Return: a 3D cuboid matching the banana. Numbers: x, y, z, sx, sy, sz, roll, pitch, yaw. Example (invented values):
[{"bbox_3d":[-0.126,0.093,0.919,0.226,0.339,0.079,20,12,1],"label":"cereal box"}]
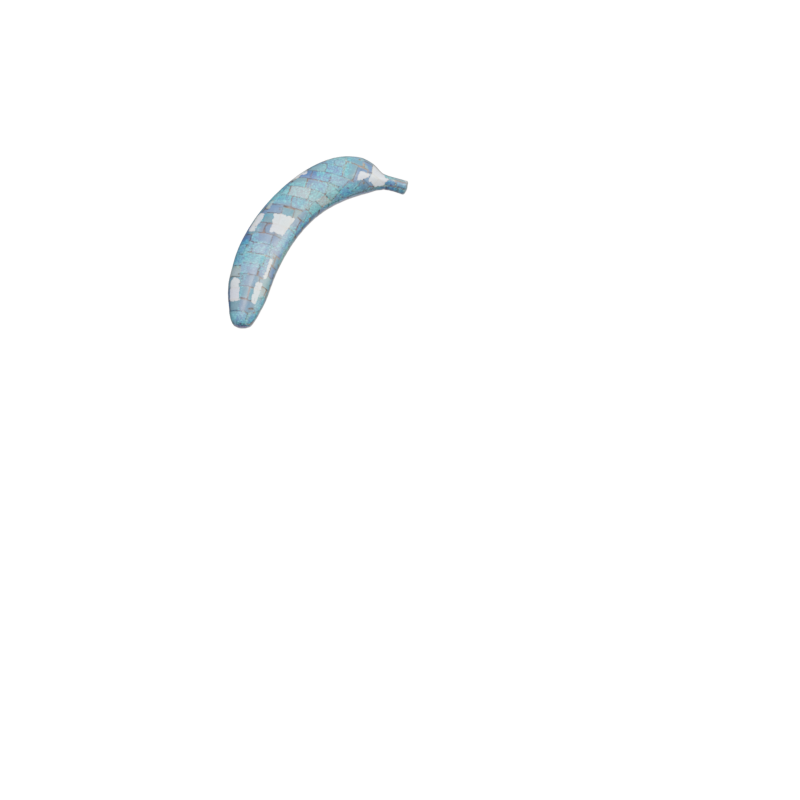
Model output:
[{"bbox_3d":[-0.081,-0.142,0.901,0.073,0.200,0.035,38,-23,18],"label":"banana"}]
